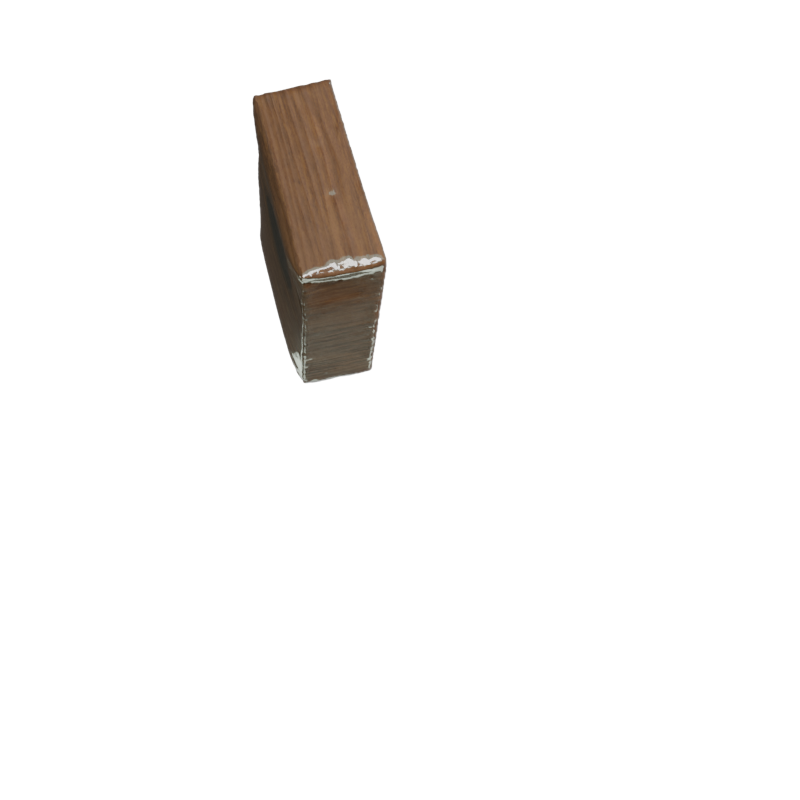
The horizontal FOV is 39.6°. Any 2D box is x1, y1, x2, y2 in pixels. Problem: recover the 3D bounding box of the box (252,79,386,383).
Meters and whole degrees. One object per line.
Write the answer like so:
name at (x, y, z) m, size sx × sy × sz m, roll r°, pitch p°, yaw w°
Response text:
box at (-0.071, -0.129, 0.901) m, size 0.071 × 0.174 × 0.203 m, roll -13°, pitch -22°, yaw -9°
